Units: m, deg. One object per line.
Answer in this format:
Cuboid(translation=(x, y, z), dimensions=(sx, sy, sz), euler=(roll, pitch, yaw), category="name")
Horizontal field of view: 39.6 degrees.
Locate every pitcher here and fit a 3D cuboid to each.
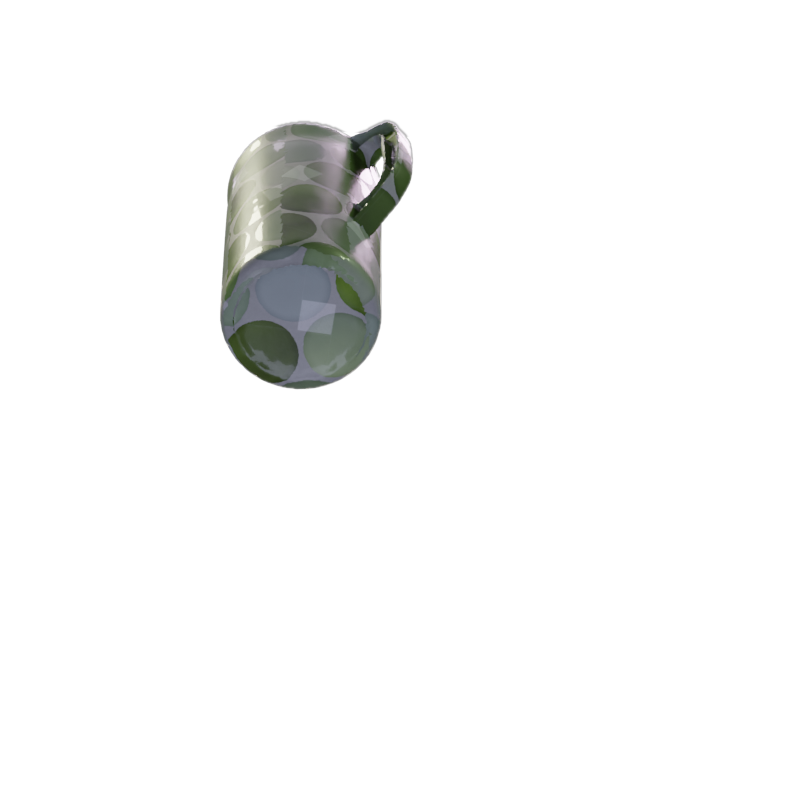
Cuboid(translation=(-0.065, -0.119, 0.835), dimensions=(0.144, 0.142, 0.257), euler=(4, 28, -5), category="pitcher")
